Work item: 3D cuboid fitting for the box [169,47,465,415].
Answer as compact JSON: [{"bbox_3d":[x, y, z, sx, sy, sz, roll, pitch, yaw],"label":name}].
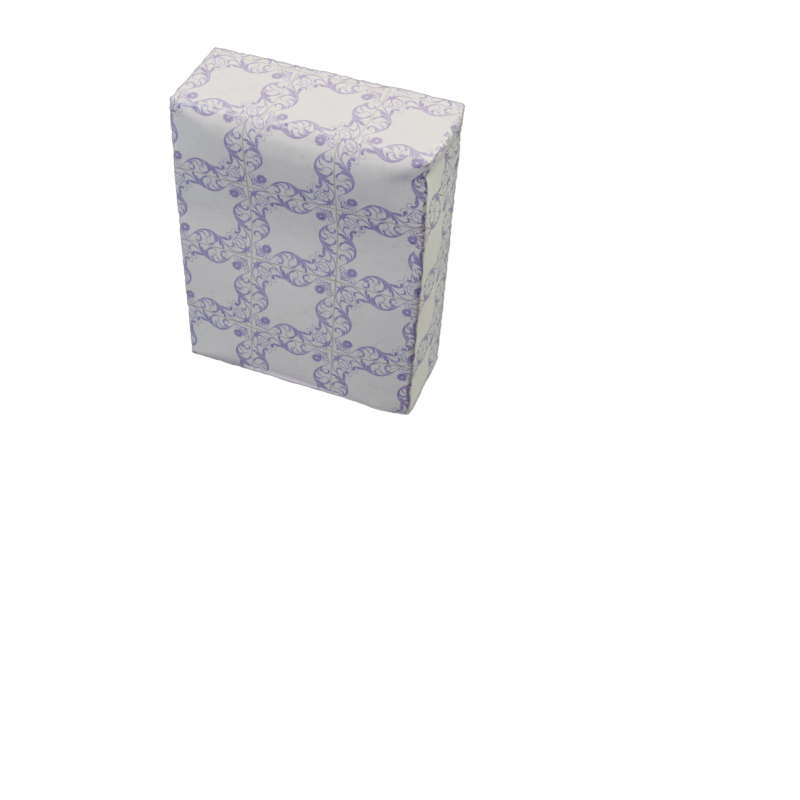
[{"bbox_3d":[-0.055,-0.100,0.704,0.169,0.199,0.075,18,46,15],"label":"box"}]
